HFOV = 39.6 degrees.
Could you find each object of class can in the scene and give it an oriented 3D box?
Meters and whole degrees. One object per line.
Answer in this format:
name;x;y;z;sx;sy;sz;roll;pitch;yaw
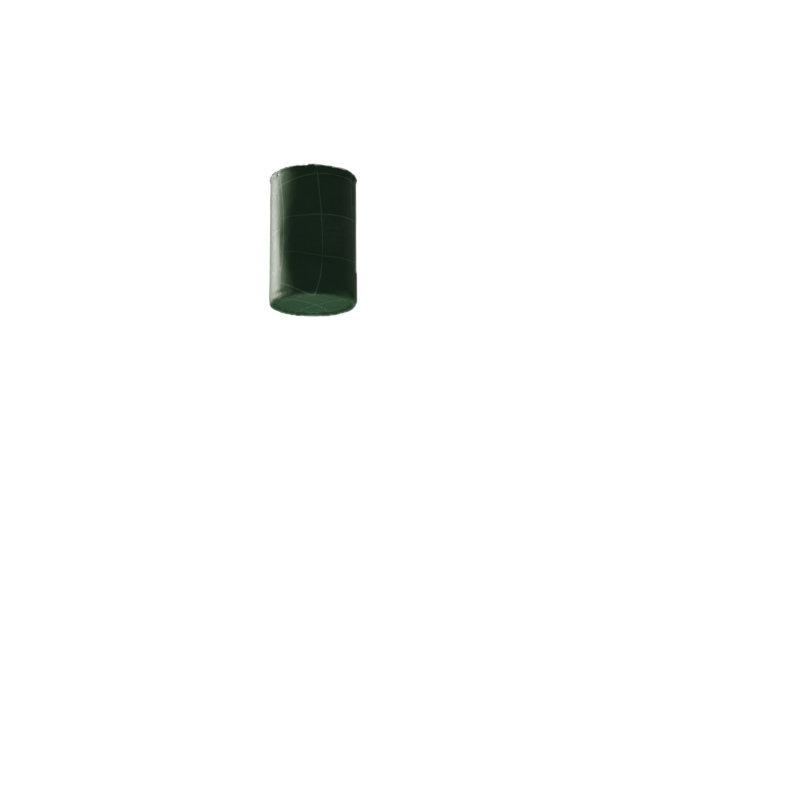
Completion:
can;-0.066;-0.121;0.847;0.068;0.106;0.066;0;-15;-2
